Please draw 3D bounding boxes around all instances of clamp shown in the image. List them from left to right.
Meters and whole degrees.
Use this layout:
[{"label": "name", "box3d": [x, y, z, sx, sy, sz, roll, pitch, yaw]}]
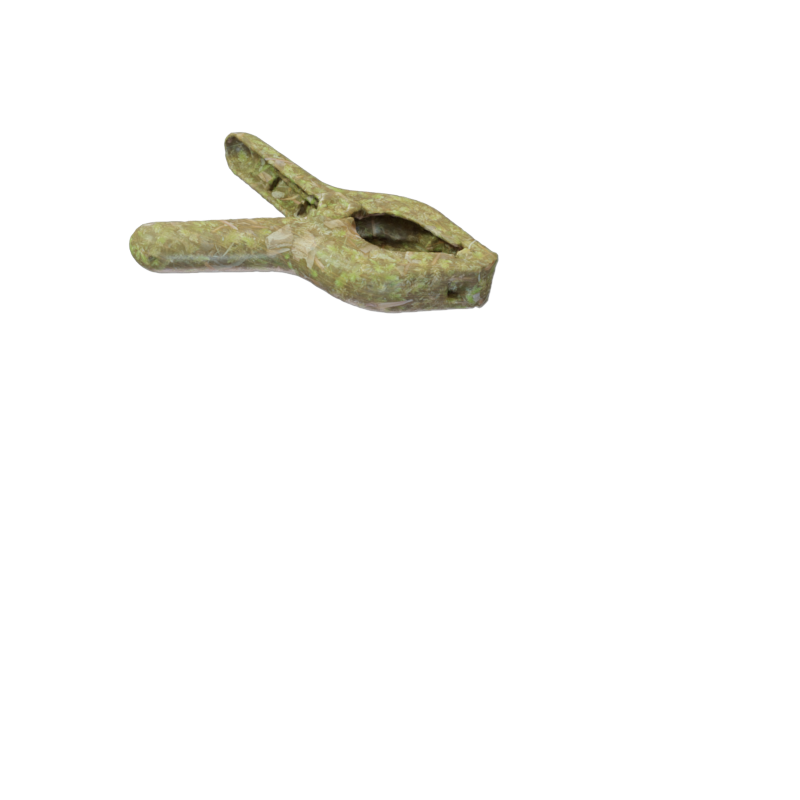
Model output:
[{"label": "clamp", "box3d": [-0.042, -0.077, 0.542, 0.179, 0.036, 0.123, 21, 47, 21]}]
